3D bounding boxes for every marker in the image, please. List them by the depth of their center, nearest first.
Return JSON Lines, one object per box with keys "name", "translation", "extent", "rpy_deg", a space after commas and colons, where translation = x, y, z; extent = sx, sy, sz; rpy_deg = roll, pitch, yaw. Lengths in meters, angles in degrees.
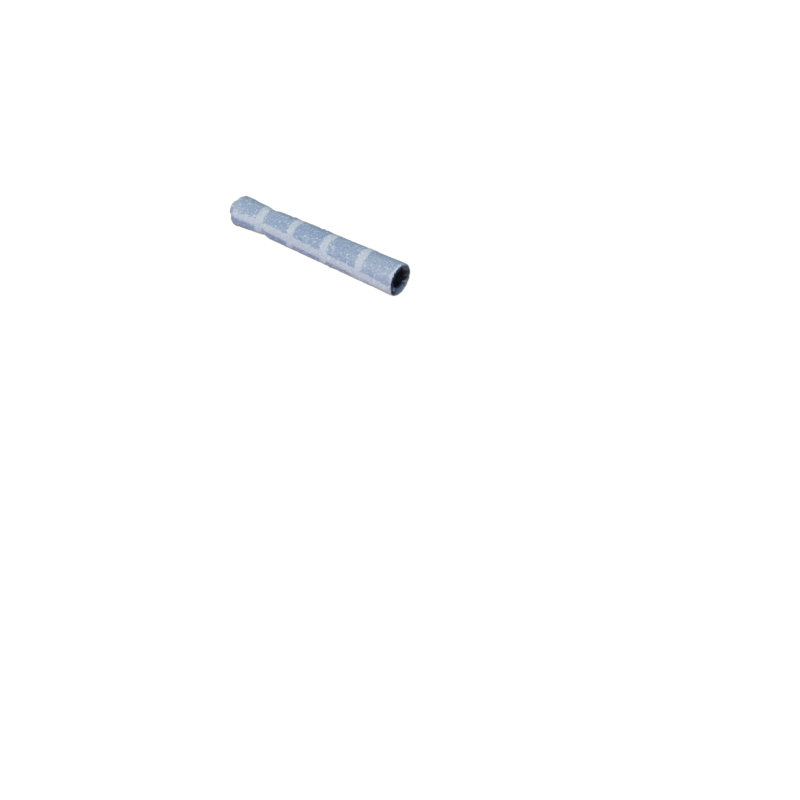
{"name": "marker", "translation": [-0.049, -0.089, 0.620], "extent": [0.128, 0.019, 0.019], "rpy_deg": [27, 18, 31]}
